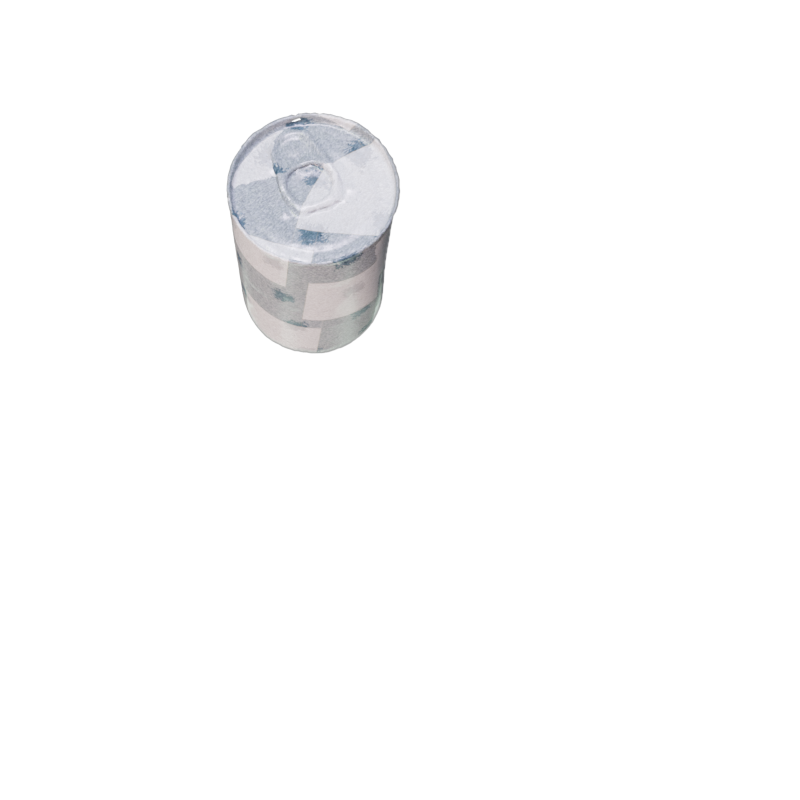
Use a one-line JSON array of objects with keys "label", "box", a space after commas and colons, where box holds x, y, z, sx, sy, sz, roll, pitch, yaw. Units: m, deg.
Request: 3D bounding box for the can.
[{"label": "can", "box": [-0.037, -0.068, 0.478, 0.068, 0.072, 0.097, 0, -21, -3]}]
